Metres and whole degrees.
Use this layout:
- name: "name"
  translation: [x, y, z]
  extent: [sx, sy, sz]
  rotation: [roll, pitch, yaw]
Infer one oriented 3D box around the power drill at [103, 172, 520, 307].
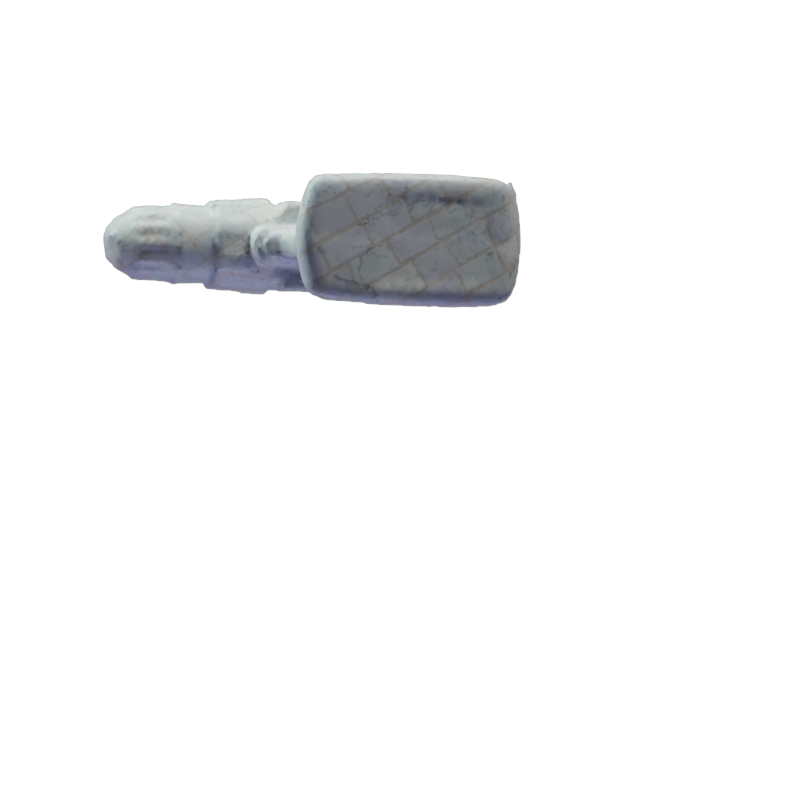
- name: "power drill"
  translation: [-0.043, -0.078, 0.546]
  extent: [0.180, 0.057, 0.194]
  rotation: [-3, 8, -21]
